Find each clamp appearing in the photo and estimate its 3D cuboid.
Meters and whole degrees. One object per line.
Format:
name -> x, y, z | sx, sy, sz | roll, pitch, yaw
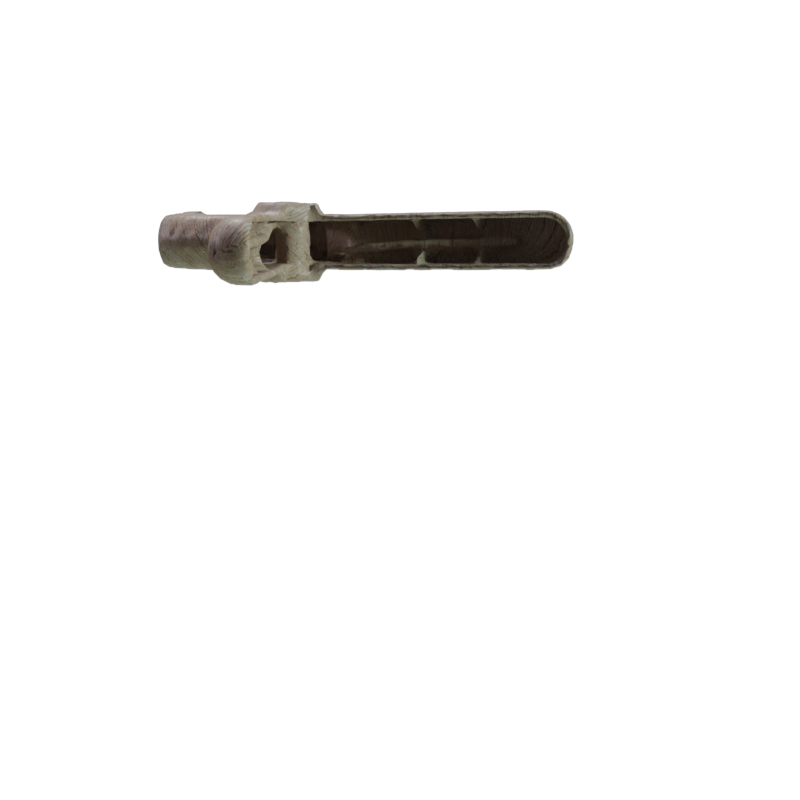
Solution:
clamp -> -0.039, -0.072, 0.503 | 0.160, 0.036, 0.219 | -5, 10, -27
